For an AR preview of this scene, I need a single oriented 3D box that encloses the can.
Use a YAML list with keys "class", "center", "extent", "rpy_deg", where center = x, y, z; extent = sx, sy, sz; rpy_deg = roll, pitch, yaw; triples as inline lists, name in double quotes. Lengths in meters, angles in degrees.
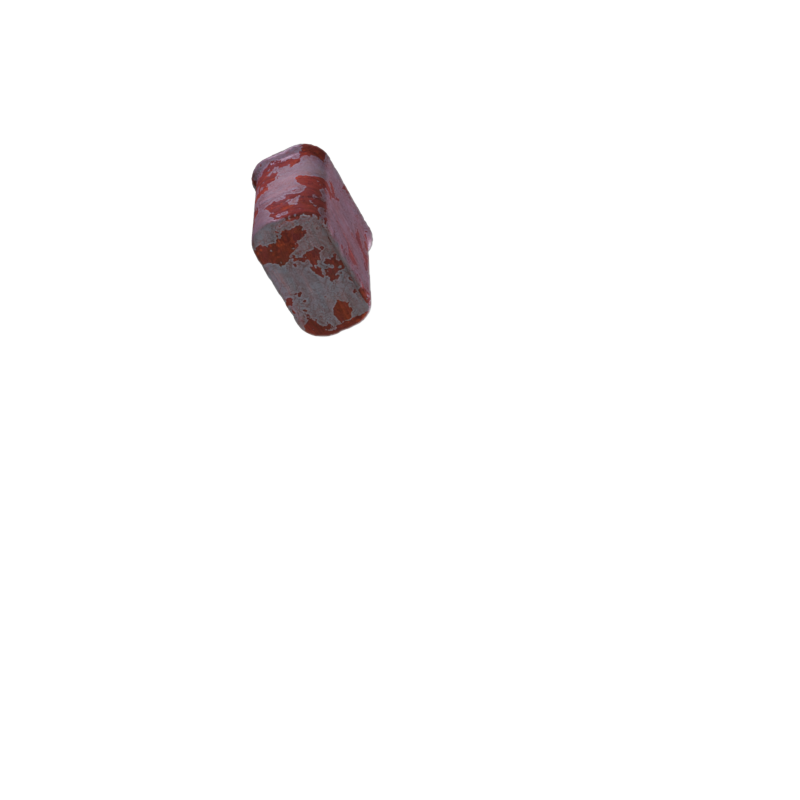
- class: "can"
  center: [-0.058, -0.105, 0.736]
  extent: [0.058, 0.095, 0.090]
  rpy_deg: [-22, 35, 14]
